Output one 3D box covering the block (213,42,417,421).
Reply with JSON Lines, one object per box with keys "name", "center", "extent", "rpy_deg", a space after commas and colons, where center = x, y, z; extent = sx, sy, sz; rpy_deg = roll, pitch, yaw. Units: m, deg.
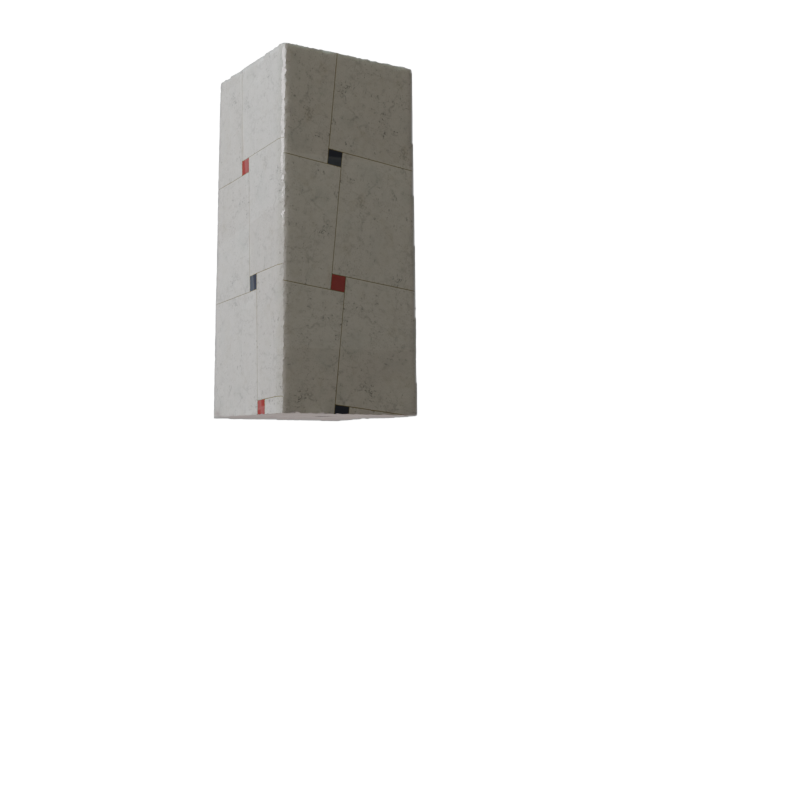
{"name": "block", "center": [-0.052, -0.094, 0.658], "extent": [0.087, 0.212, 0.092], "rpy_deg": [5, -11, -32]}
